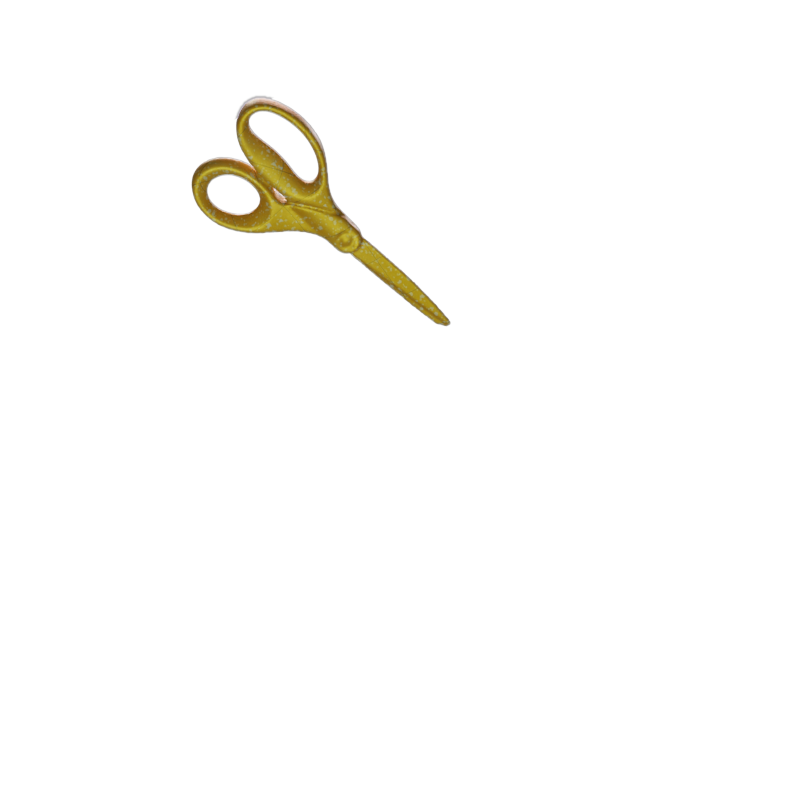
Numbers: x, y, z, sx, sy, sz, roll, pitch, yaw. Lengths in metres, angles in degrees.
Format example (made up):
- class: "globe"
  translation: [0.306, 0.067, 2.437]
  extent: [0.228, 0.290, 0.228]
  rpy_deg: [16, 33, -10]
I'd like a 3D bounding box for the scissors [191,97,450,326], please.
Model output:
- class: "scissors"
  translation: [-0.056, -0.101, 0.710]
  extent: [0.096, 0.189, 0.017]
  rpy_deg: [-26, 27, 15]
